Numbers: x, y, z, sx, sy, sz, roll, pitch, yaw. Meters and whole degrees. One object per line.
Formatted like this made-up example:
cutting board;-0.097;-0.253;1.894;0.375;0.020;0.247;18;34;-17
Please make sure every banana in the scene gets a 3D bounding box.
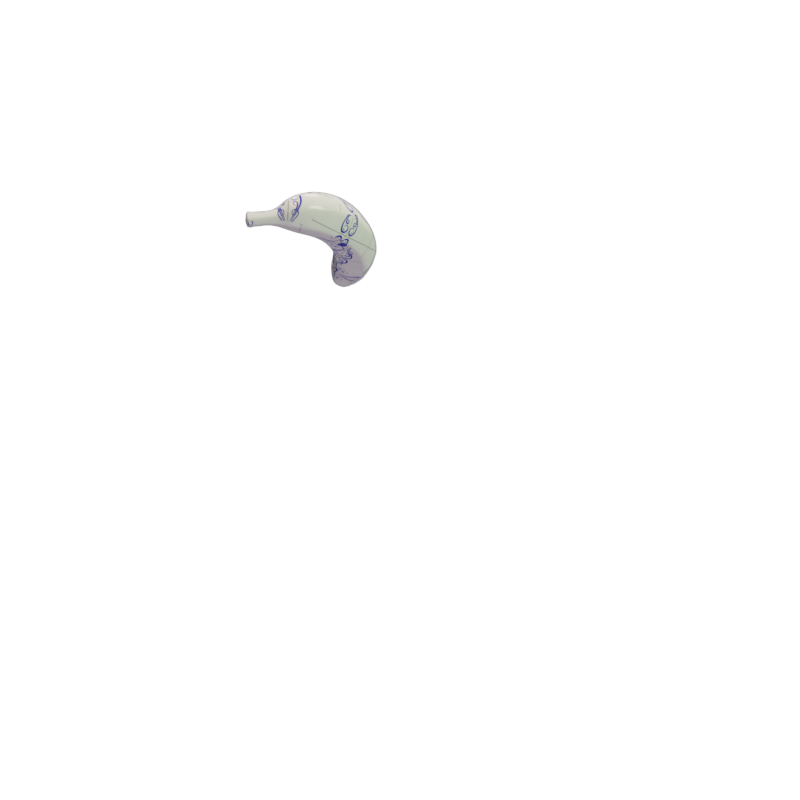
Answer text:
banana;-0.056;-0.134;0.913;0.071;0.038;0.187;-5;-13;19
